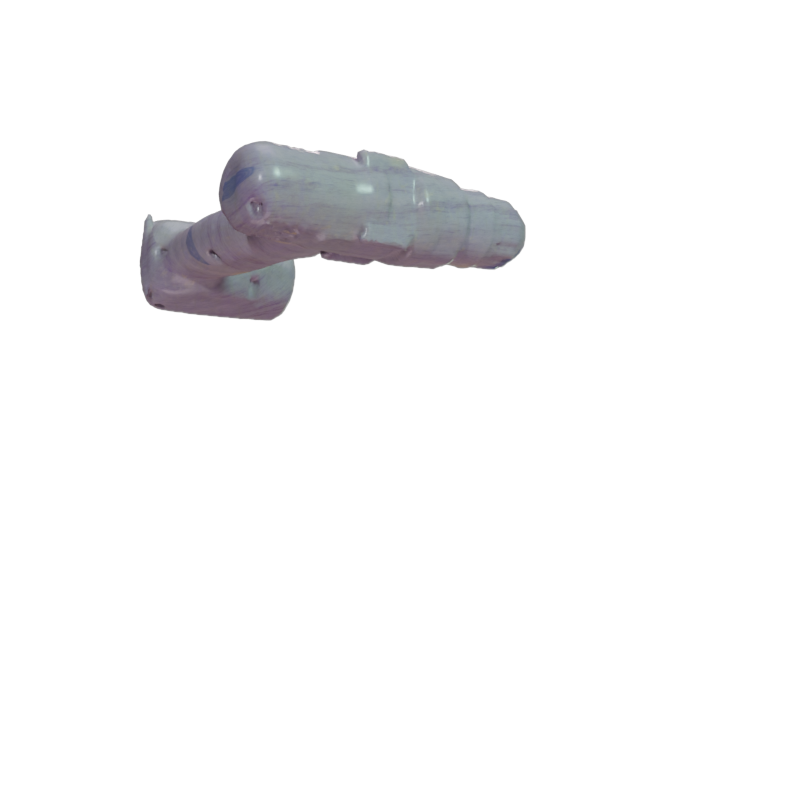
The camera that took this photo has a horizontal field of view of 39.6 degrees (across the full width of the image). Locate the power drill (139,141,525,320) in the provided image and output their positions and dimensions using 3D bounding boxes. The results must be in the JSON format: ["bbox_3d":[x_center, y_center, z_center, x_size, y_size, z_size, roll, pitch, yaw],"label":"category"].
[{"bbox_3d":[-0.049,-0.090,0.628,0.176,0.059,0.190,8,-13,-35],"label":"power drill"}]
